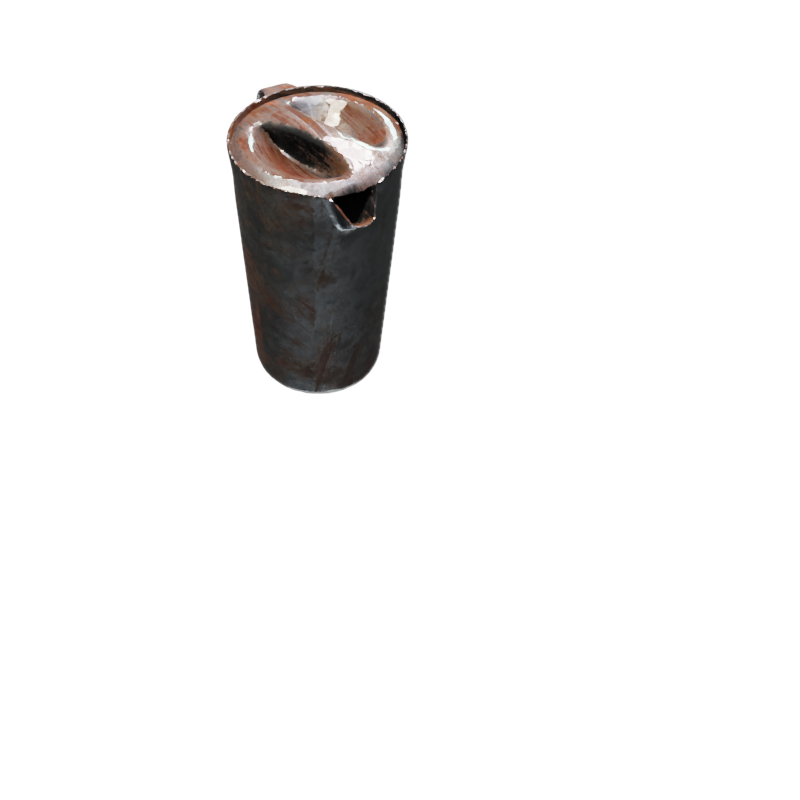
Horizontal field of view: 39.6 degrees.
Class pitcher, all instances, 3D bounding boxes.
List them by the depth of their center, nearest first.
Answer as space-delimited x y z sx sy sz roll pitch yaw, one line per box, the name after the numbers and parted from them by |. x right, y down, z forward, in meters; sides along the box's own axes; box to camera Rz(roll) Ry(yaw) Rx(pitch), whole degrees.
-0.070 -0.128 0.895 0.149 0.226 0.156 16 48 11 | pitcher
